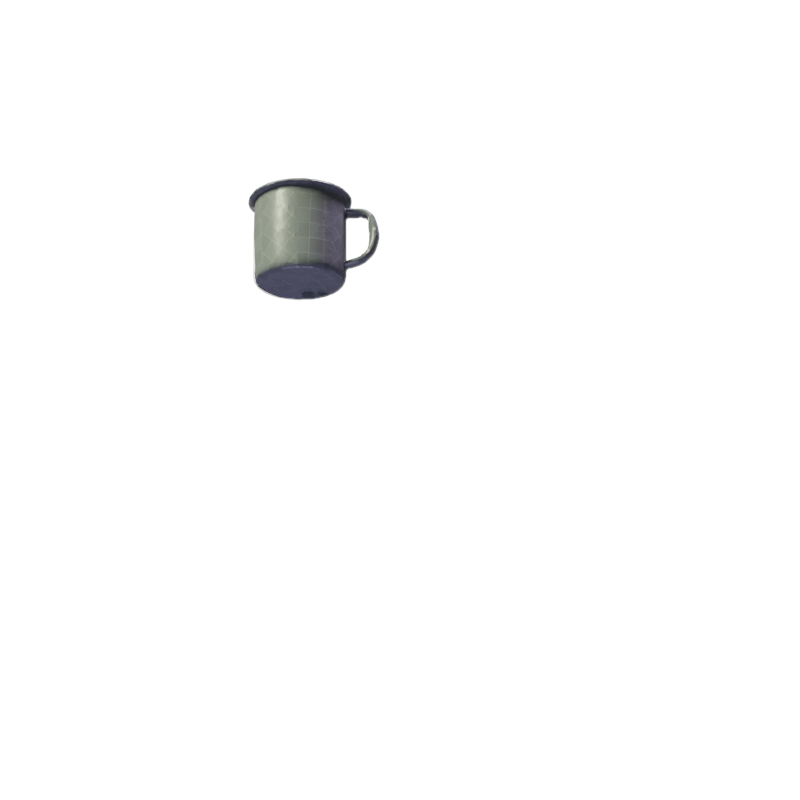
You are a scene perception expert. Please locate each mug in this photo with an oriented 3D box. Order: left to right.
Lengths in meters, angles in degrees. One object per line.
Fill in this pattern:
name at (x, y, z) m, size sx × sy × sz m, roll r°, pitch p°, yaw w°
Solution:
mug at (-0.077, -0.140, 0.980) m, size 0.118 × 0.086 × 0.088 m, roll -3°, pitch -20°, yaw 6°
